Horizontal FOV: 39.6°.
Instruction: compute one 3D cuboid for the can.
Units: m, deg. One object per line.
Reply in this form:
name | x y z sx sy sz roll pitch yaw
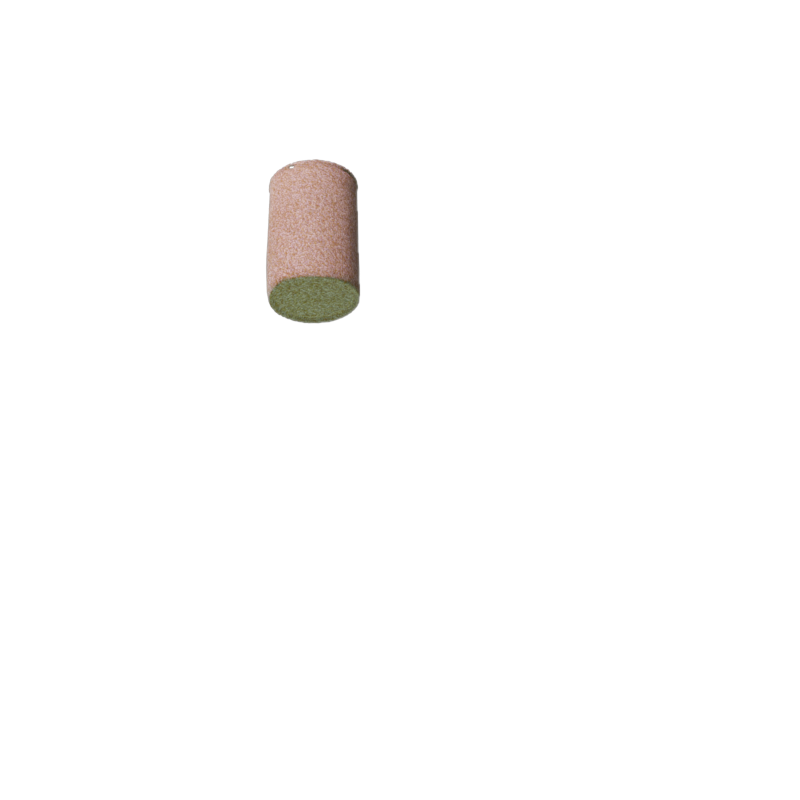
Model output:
can | -0.064 -0.116 0.815 0.068 0.109 0.064 -1 -31 -2
